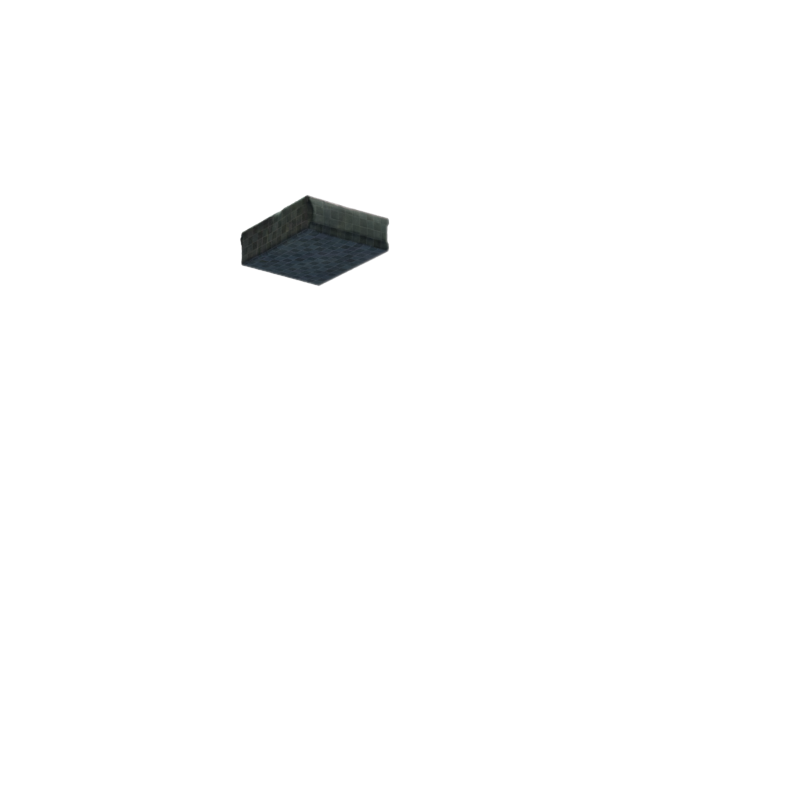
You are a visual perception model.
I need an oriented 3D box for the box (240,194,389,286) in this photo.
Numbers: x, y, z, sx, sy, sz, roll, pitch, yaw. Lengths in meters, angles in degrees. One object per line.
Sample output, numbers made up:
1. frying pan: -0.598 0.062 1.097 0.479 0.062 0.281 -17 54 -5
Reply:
1. box: -0.063 -0.115 0.809 0.069 0.031 0.090 12 -19 -36
